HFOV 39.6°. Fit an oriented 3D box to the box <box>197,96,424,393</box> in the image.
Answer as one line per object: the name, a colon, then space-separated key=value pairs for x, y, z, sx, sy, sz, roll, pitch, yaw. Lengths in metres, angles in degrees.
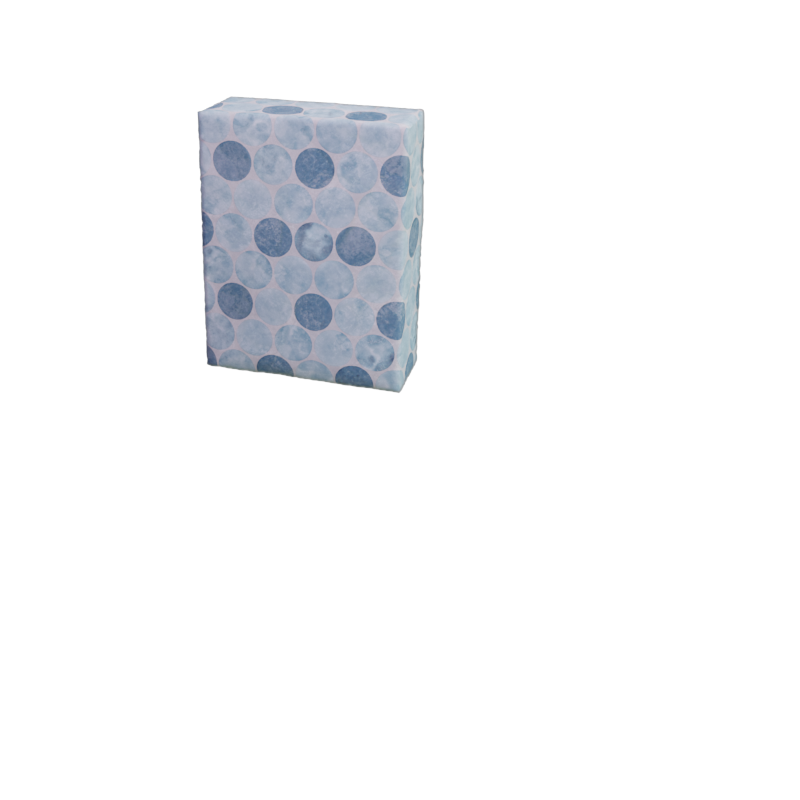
box: x=-0.068 y=-0.124 z=0.869 sx=0.168 sy=0.204 sz=0.073 roll=8 pitch=22 yaw=15
